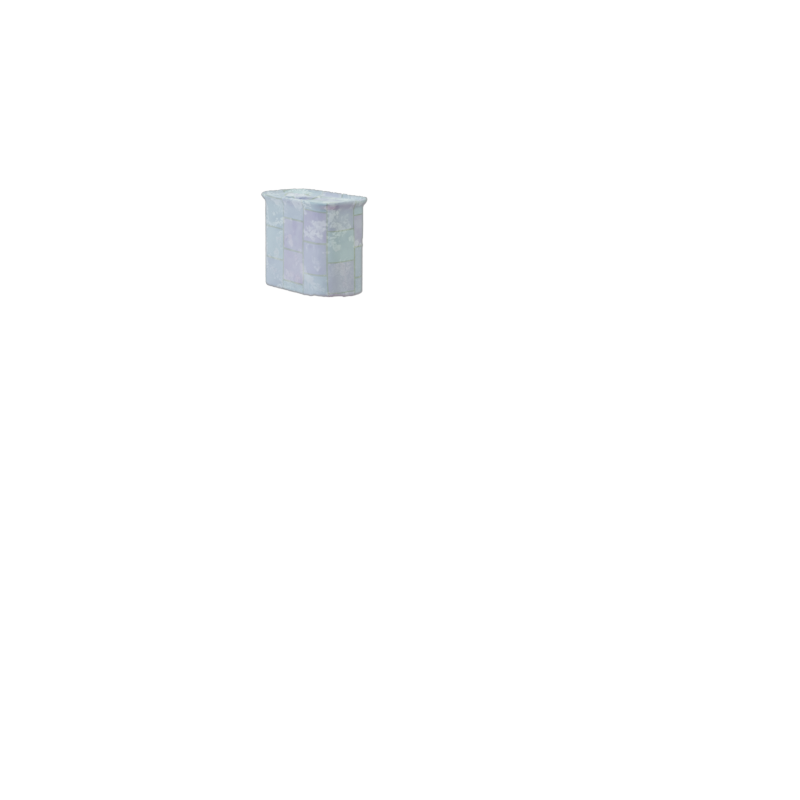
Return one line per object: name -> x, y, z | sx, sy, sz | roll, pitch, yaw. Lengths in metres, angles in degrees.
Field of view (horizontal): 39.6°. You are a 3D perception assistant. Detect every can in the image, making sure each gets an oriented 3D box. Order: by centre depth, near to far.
can -> -0.077, -0.140, 0.977 | 0.056, 0.082, 0.108 | -10, 18, -40
